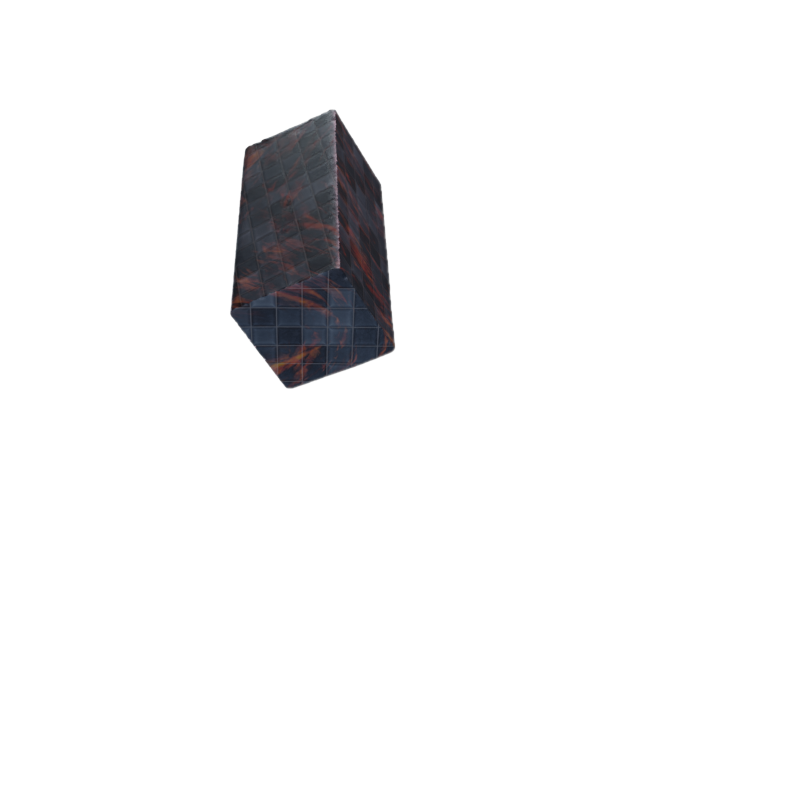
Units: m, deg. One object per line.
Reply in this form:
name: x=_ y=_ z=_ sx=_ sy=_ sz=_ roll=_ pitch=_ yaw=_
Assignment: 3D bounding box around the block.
block: x=-0.068 y=-0.122 z=0.859 sx=0.091 sy=0.221 sz=0.084 roll=-22 pitch=-50 yaw=15
